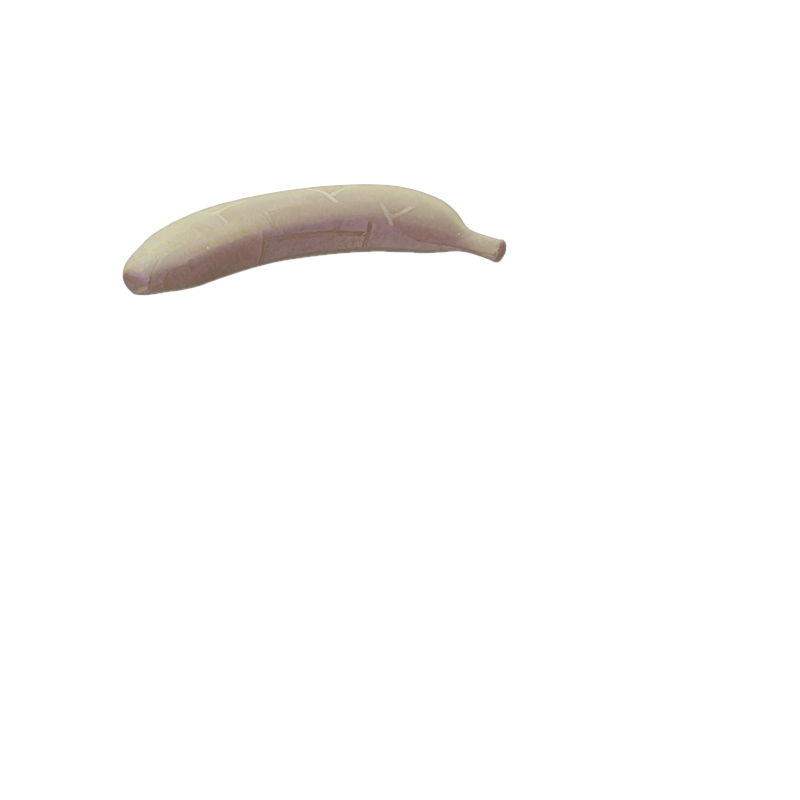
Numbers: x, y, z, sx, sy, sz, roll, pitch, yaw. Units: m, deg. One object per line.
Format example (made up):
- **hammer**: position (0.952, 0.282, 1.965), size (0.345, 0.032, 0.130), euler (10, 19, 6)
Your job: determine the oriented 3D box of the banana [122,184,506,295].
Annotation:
- **banana**: position (-0.047, -0.084, 0.552), size (0.194, 0.035, 0.074), euler (-10, 23, -23)
